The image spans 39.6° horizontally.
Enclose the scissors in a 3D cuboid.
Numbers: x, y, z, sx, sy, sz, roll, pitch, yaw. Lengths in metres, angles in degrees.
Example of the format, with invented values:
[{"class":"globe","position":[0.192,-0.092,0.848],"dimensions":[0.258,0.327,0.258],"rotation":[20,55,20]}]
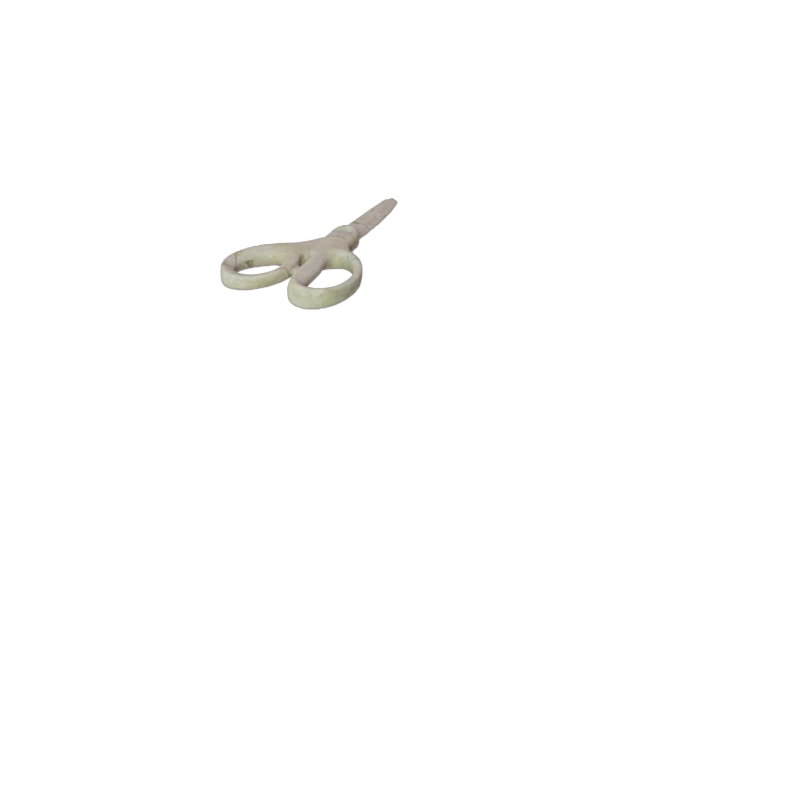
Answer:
[{"class":"scissors","position":[-0.057,-0.104,0.730],"dimensions":[0.097,0.015,0.210],"rotation":[2,26,4]}]
